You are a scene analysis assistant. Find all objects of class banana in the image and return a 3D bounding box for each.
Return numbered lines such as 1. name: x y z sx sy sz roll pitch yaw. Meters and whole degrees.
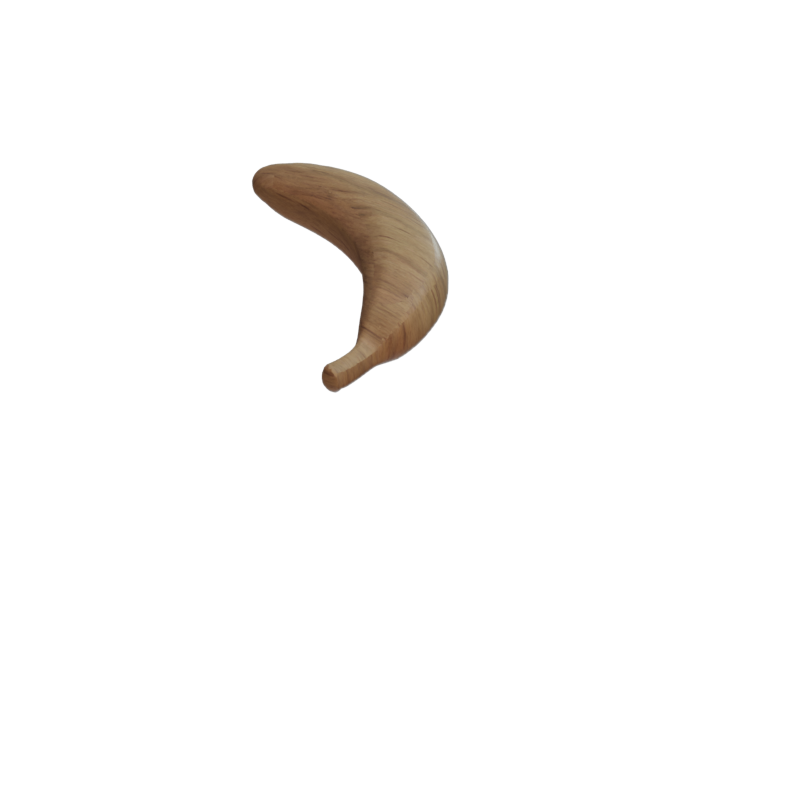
1. banana: -0.021 -0.073 0.514 0.069 0.035 0.212 -7 32 -12
